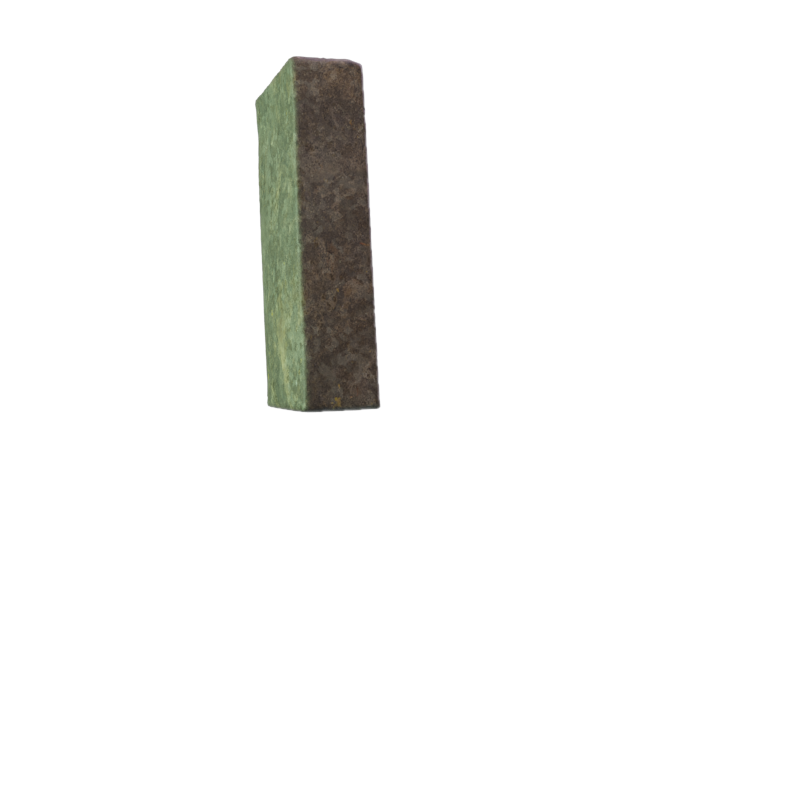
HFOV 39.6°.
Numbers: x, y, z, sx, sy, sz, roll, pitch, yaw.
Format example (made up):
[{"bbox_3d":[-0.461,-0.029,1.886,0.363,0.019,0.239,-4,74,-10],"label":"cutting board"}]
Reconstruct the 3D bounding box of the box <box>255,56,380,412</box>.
[{"bbox_3d":[-0.046,-0.084,0.586,0.047,0.179,0.094,2,-6,-18],"label":"box"}]
